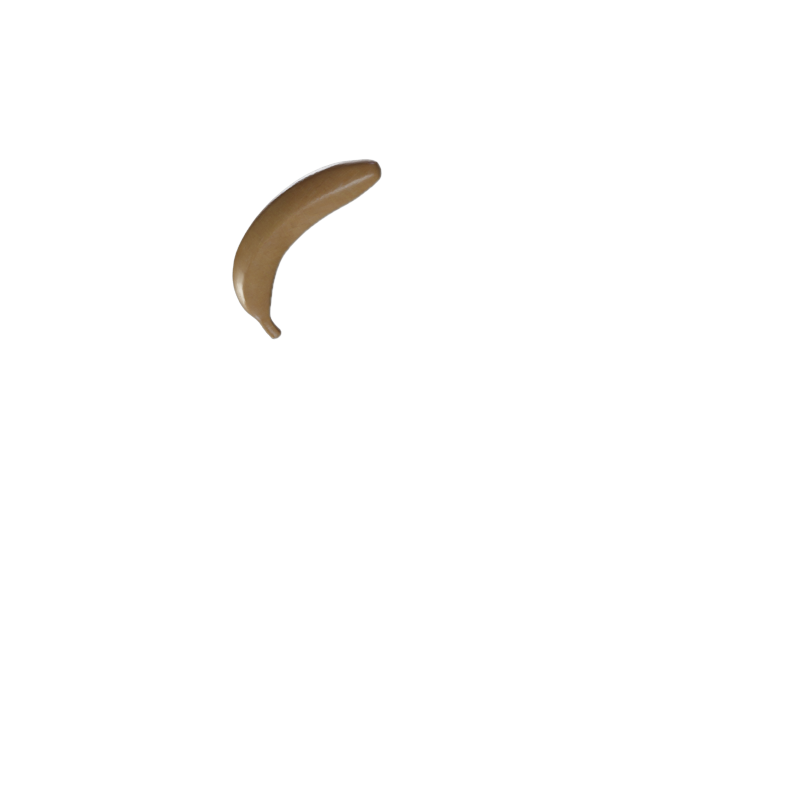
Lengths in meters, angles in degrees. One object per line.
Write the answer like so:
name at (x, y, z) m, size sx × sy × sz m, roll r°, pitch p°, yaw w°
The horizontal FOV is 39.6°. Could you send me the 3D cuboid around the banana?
banana at (-0.089, -0.133, 0.906) m, size 0.067 × 0.039 × 0.191 m, roll 22°, pitch -51°, yaw -20°
